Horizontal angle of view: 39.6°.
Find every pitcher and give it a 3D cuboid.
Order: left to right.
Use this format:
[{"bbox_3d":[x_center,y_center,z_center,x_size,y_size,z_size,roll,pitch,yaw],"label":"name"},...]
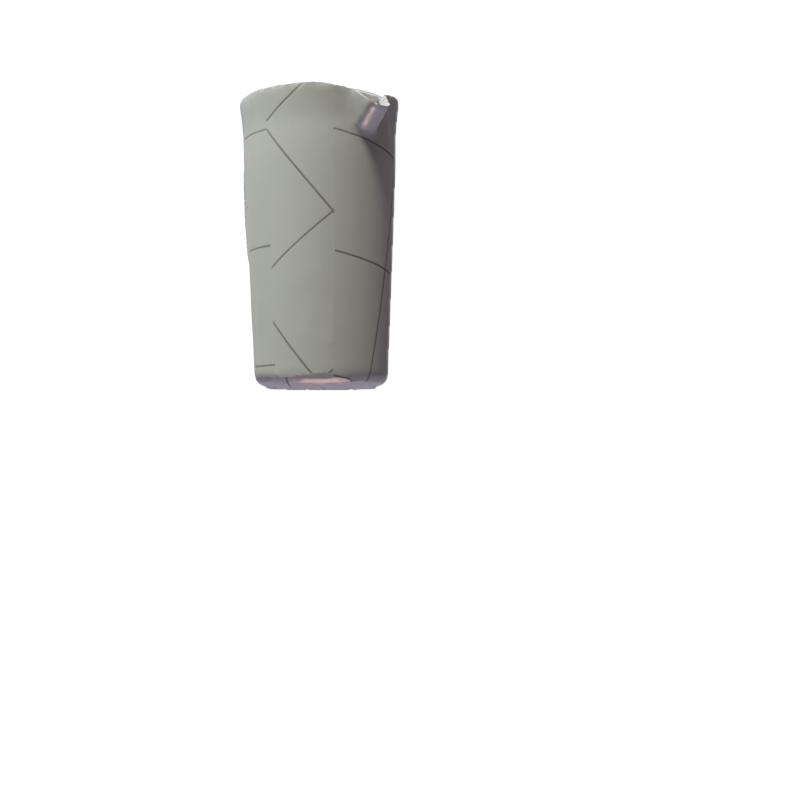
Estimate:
[{"bbox_3d":[-0.072,-0.131,0.921,0.146,0.248,0.145,-1,-7,6],"label":"pitcher"}]
